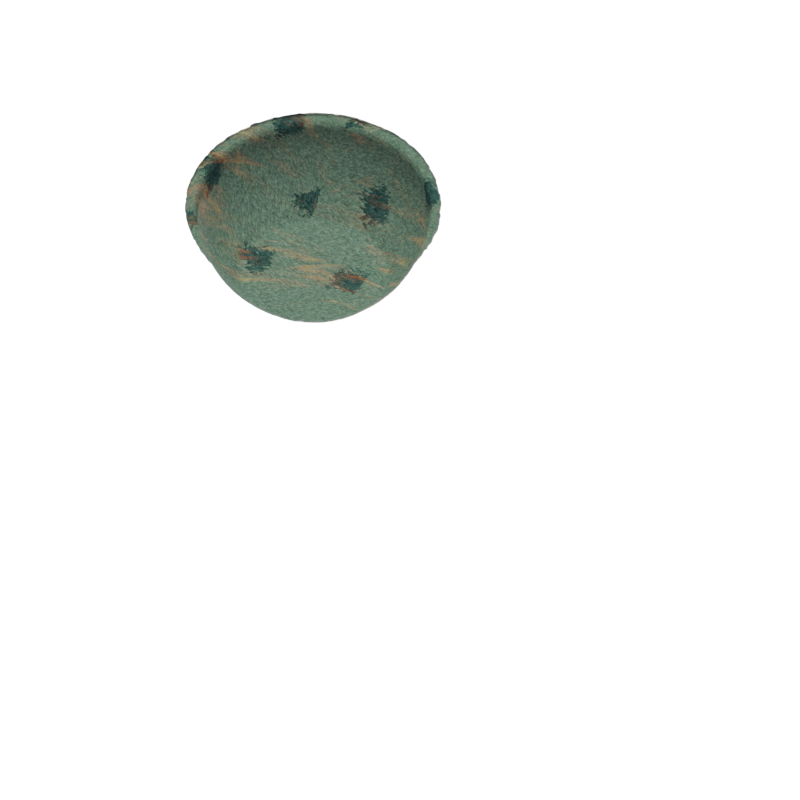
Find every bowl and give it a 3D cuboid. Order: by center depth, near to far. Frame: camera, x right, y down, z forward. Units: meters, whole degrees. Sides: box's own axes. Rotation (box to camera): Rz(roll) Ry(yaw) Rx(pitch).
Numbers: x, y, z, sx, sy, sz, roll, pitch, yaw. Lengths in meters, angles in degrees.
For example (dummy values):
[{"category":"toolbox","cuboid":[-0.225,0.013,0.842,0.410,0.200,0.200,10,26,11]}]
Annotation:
[{"category":"bowl","cuboid":[-0.053,-0.098,0.683,0.162,0.059,0.151,1,-40,-1]}]
